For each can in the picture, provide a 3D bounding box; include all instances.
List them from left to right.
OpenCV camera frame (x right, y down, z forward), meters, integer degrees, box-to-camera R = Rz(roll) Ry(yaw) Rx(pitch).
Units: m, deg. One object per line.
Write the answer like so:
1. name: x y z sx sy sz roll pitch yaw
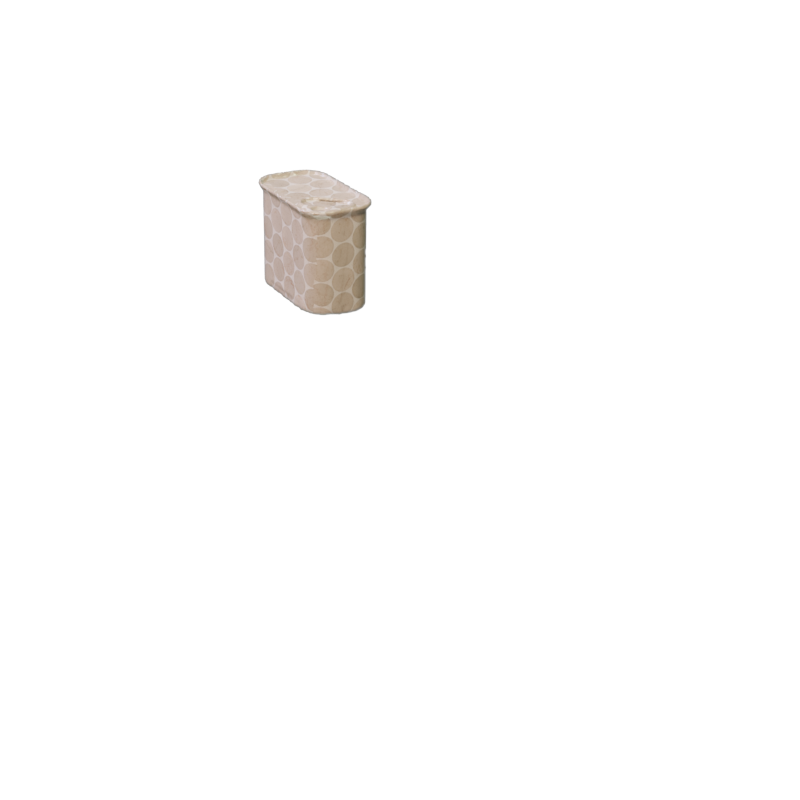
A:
1. can: -0.066 -0.120 0.842 0.056 0.080 0.109 -12 28 -27
